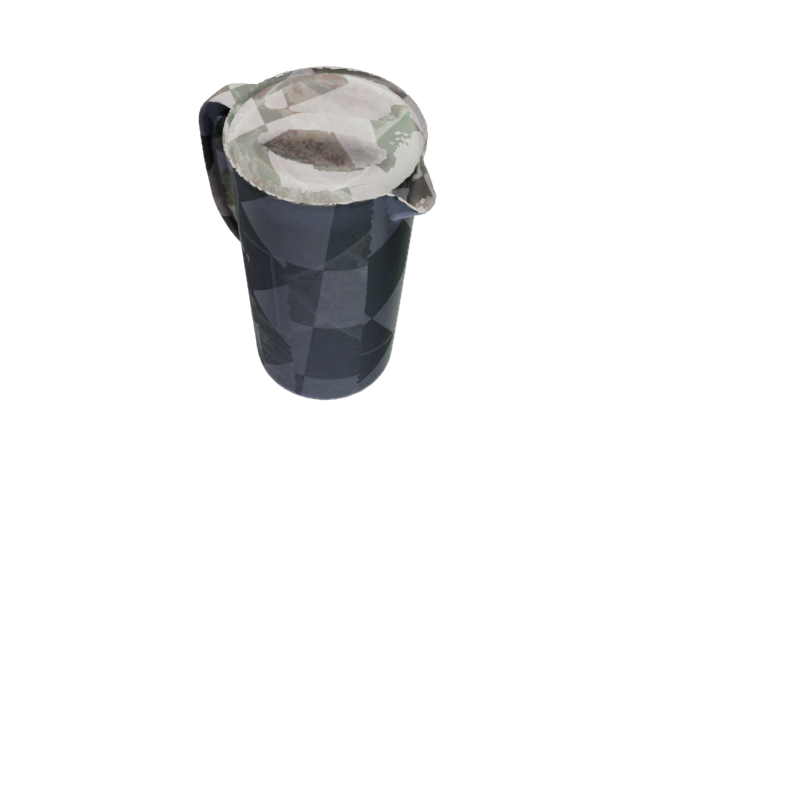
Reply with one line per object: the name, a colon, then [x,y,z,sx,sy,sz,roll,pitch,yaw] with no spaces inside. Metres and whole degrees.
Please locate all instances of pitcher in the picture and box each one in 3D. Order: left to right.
pitcher: [-0.063,-0.115,0.804,0.144,0.161,0.227,-7,-37,-8]
